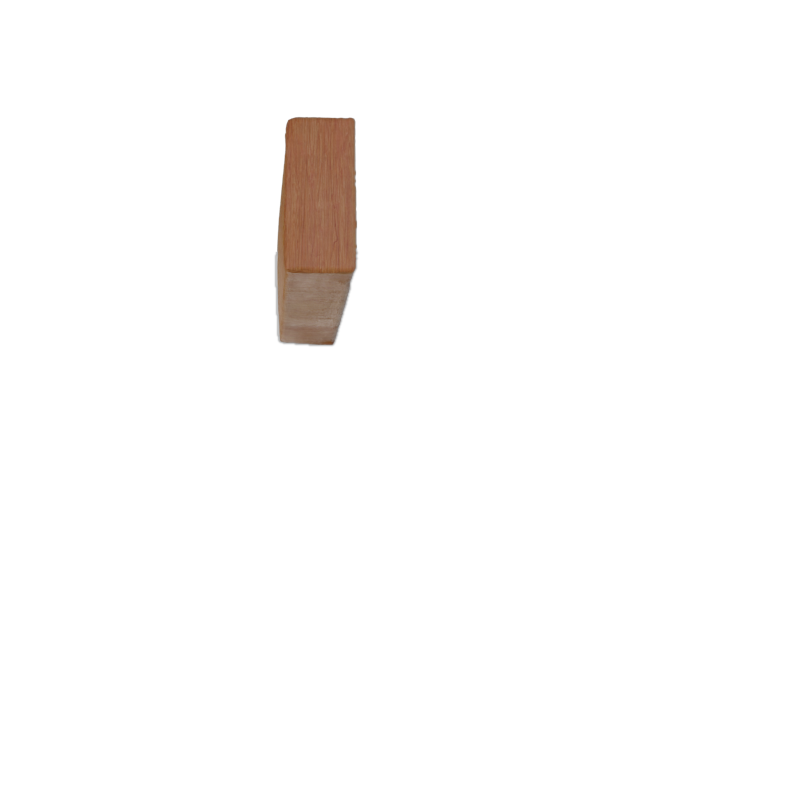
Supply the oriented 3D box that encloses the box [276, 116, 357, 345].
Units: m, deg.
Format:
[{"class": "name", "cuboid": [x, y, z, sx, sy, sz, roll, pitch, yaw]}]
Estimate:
[{"class": "box", "cuboid": [-0.054, -0.098, 0.687, 0.048, 0.097, 0.170, 0, -13, -4]}]
